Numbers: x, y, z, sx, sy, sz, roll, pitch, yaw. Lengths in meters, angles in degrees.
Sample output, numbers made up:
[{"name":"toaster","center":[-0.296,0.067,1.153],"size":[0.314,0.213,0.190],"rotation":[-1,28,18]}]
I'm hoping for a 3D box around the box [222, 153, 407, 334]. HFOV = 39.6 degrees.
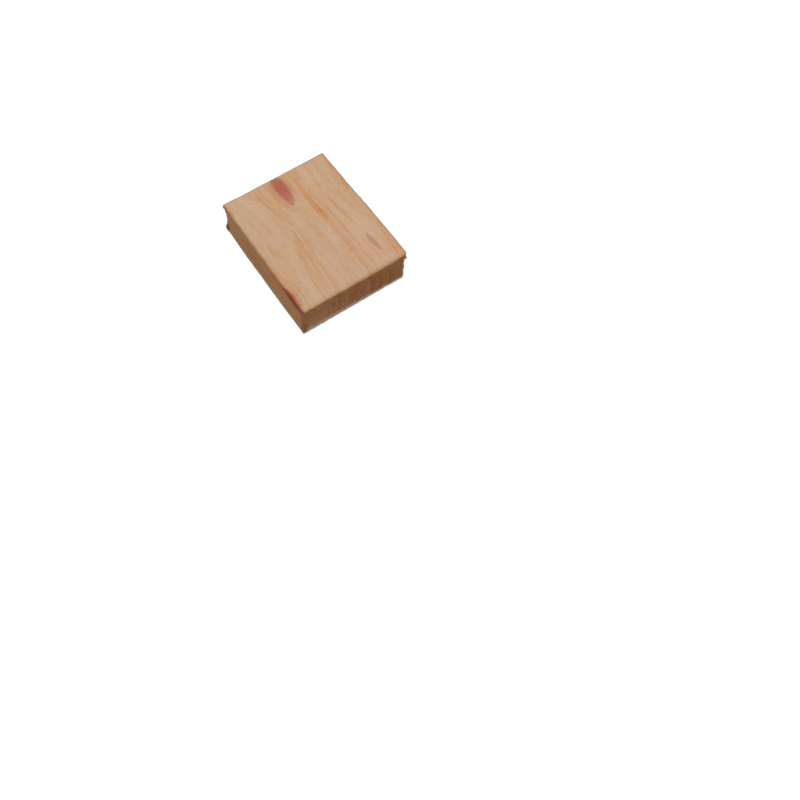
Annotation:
[{"name":"box","center":[-0.064,-0.117,0.816],"size":[0.090,0.121,0.036],"rotation":[-30,-28,-18]}]
